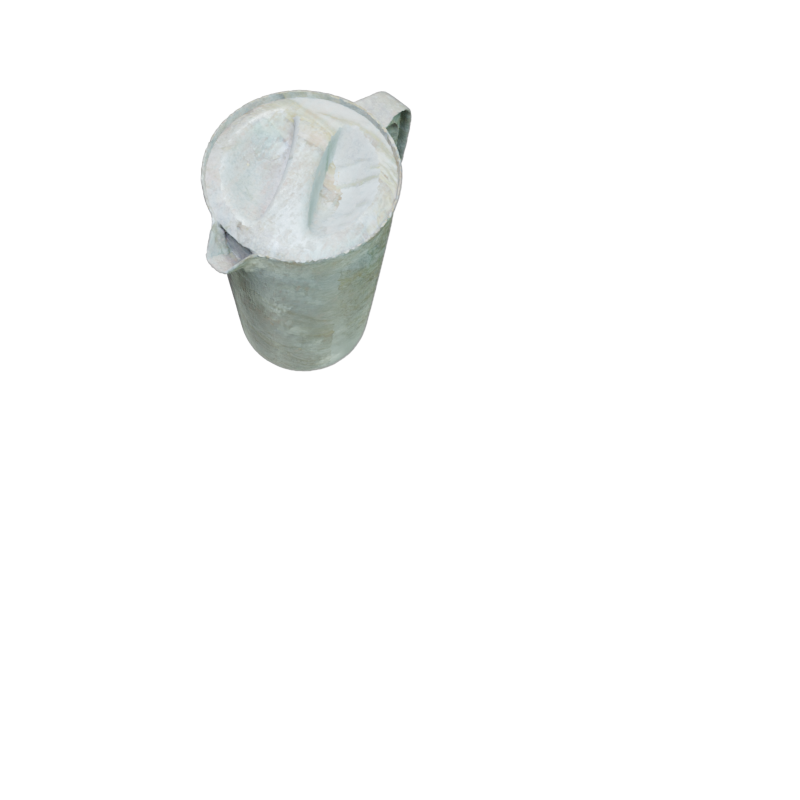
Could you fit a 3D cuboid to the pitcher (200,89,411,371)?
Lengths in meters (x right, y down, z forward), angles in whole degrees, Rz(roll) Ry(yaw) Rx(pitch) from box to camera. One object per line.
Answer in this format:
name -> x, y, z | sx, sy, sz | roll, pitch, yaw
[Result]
pitcher -> -0.065, -0.119, 0.835 | 0.148, 0.153, 0.231 | -3, -22, -4
